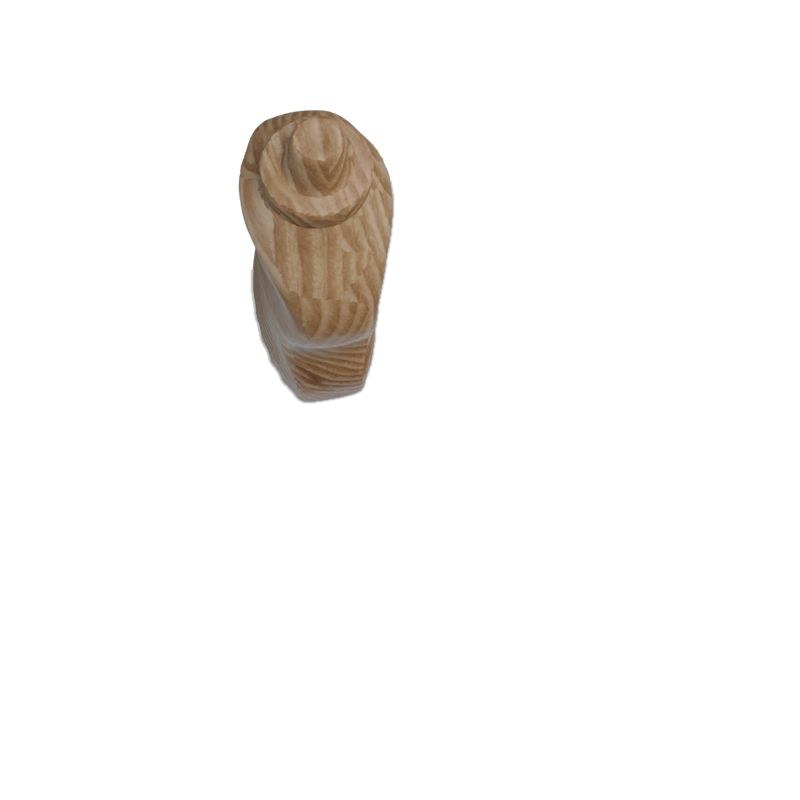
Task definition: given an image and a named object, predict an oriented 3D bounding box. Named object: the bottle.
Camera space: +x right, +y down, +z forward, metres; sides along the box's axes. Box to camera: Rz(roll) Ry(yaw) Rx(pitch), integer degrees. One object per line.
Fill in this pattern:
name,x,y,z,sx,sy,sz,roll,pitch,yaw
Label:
bottle,-0.036,-0.066,0.464,0.058,0.100,0.184,-9,-15,-6
